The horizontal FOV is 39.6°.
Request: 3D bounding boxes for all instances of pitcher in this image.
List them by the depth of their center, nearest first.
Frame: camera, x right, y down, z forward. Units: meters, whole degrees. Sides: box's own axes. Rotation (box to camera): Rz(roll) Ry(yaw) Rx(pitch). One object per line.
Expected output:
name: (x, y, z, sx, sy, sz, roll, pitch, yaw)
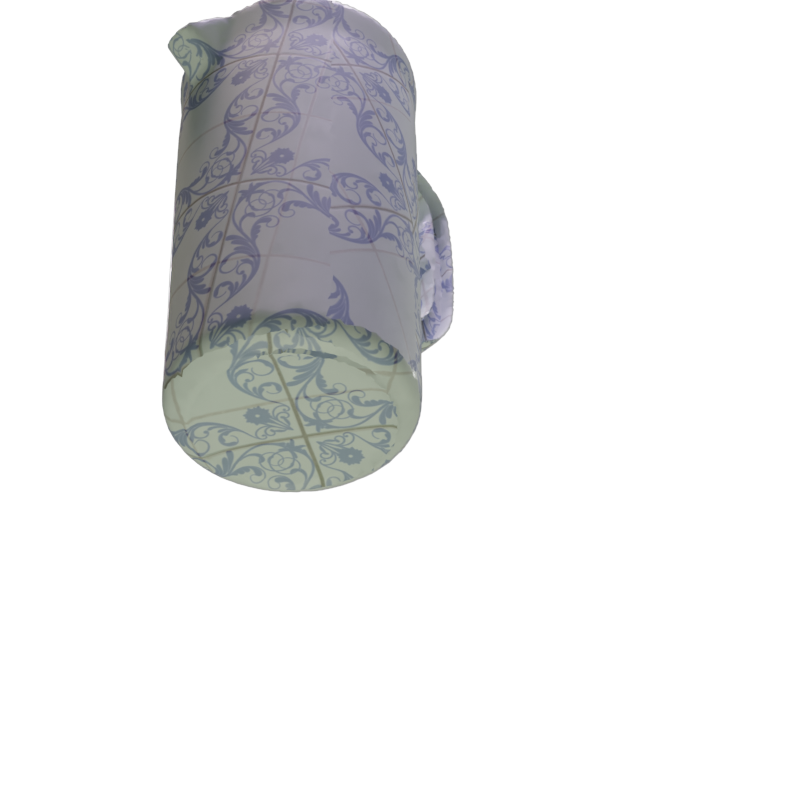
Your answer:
pitcher: (-0.043, -0.078, 0.546, 0.149, 0.261, 0.135, -3, -44, 0)
